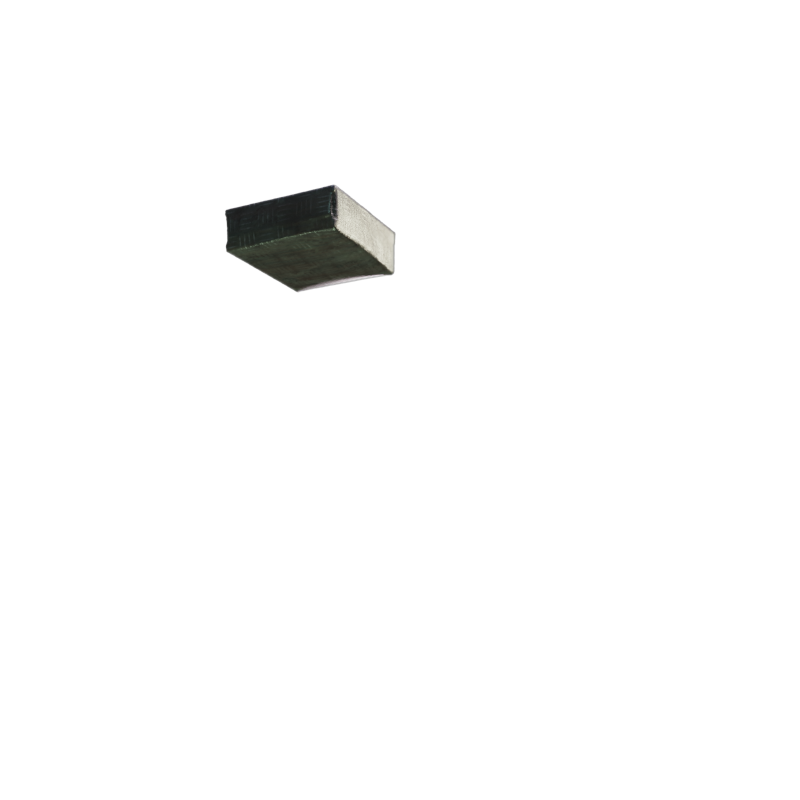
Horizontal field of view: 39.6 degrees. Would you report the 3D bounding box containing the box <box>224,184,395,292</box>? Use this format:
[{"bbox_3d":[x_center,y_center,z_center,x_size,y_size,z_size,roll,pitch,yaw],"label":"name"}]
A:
[{"bbox_3d":[-0.065,-0.118,0.826,0.092,0.041,0.106,-7,-17,24],"label":"box"}]
